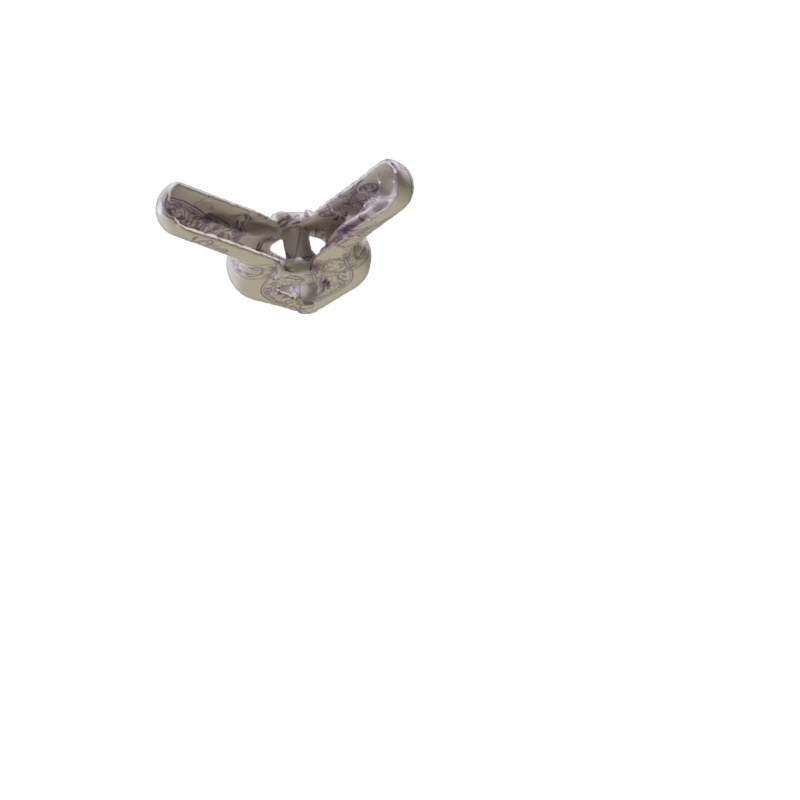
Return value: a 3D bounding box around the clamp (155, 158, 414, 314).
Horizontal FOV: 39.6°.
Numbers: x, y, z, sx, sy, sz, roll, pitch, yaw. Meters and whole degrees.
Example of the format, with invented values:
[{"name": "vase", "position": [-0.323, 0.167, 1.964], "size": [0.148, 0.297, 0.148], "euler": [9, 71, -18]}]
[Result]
[{"name": "clamp", "position": [-0.045, -0.083, 0.580], "size": [0.122, 0.040, 0.164], "euler": [-2, -9, 9]}]
